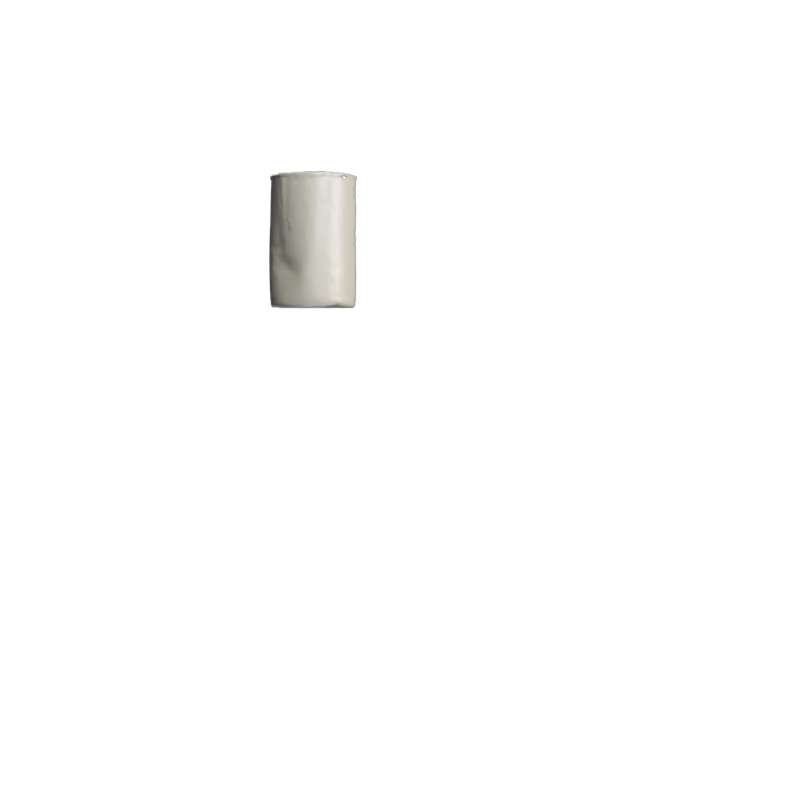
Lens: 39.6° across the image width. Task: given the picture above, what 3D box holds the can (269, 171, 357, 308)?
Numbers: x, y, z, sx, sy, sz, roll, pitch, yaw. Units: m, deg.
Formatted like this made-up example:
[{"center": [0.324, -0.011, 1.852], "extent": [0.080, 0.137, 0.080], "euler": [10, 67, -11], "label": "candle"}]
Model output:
[{"center": [-0.067, -0.123, 0.859], "extent": [0.068, 0.103, 0.068], "euler": [0, -2, -2], "label": "can"}]
